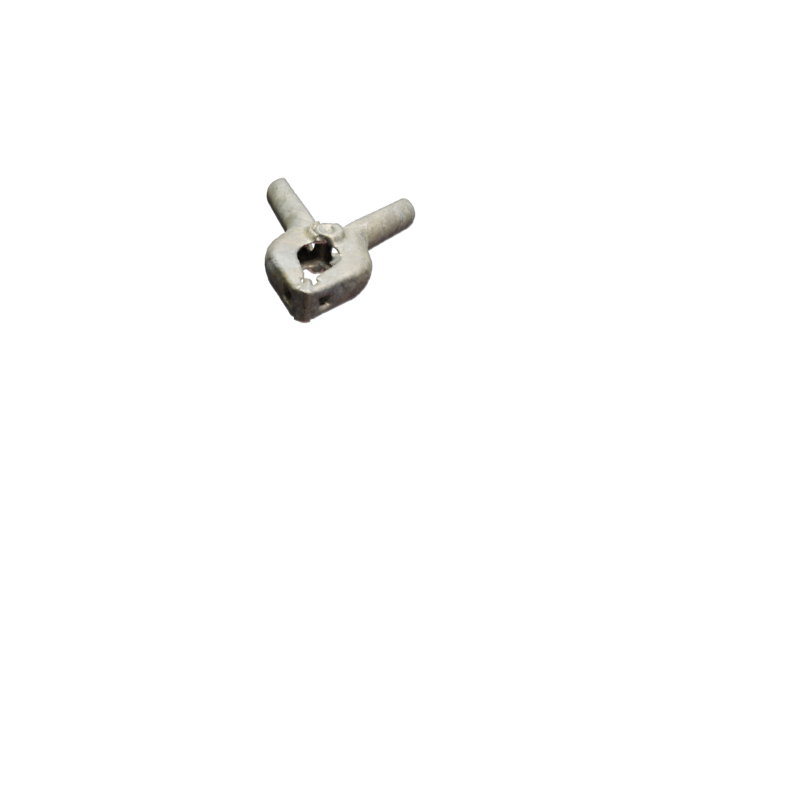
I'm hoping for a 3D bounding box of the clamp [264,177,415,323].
[{"bbox_3d":[-0.066,-0.120,0.843,0.123,0.037,0.178,10,34,14],"label":"clamp"}]
